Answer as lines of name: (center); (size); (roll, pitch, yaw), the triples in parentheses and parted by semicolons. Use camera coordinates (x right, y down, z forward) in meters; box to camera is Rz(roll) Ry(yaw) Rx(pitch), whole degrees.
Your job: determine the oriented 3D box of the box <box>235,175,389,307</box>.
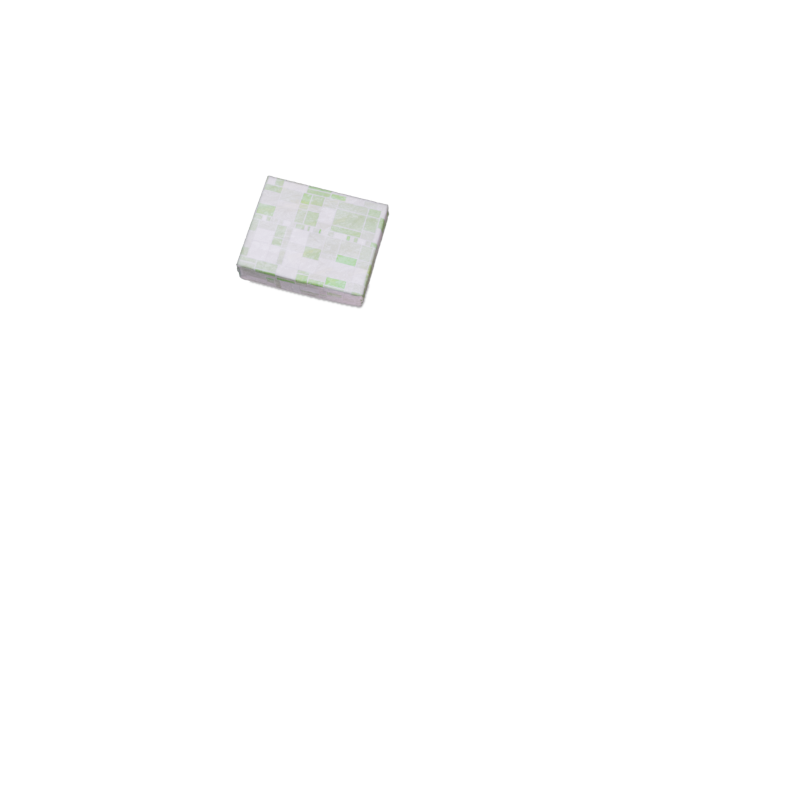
box: (-0.075, -0.137, 0.957); (0.115, 0.093, 0.037); (15, -22, 6)
